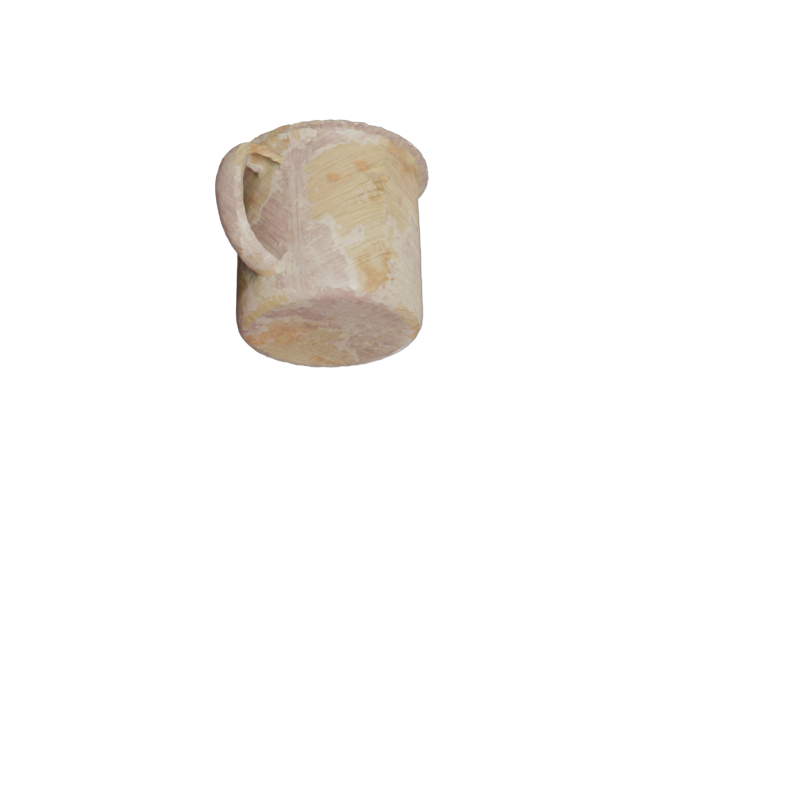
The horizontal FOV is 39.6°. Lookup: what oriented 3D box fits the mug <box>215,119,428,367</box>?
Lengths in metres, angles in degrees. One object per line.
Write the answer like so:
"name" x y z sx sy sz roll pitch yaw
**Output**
"mug" -0.038 -0.070 0.489 0.094 0.086 0.109 -17 -29 29
